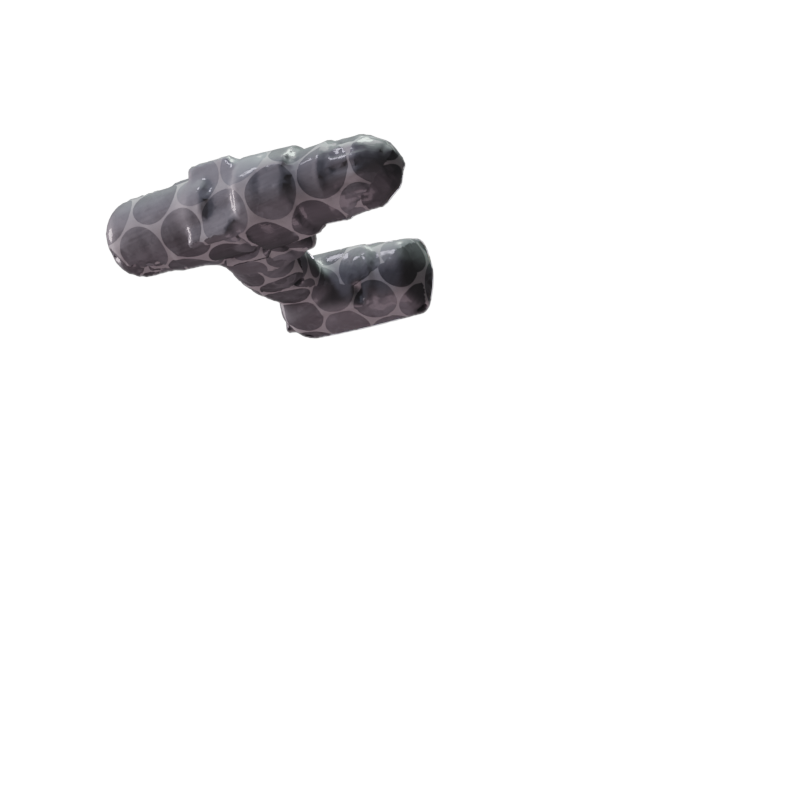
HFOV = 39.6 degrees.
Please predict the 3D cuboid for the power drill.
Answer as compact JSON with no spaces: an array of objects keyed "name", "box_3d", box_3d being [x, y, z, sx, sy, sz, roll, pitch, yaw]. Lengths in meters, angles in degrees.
[{"name":"power drill","box_3d":[-0.052,-0.095,0.664,0.188,0.060,0.176,-9,-18,27]}]
